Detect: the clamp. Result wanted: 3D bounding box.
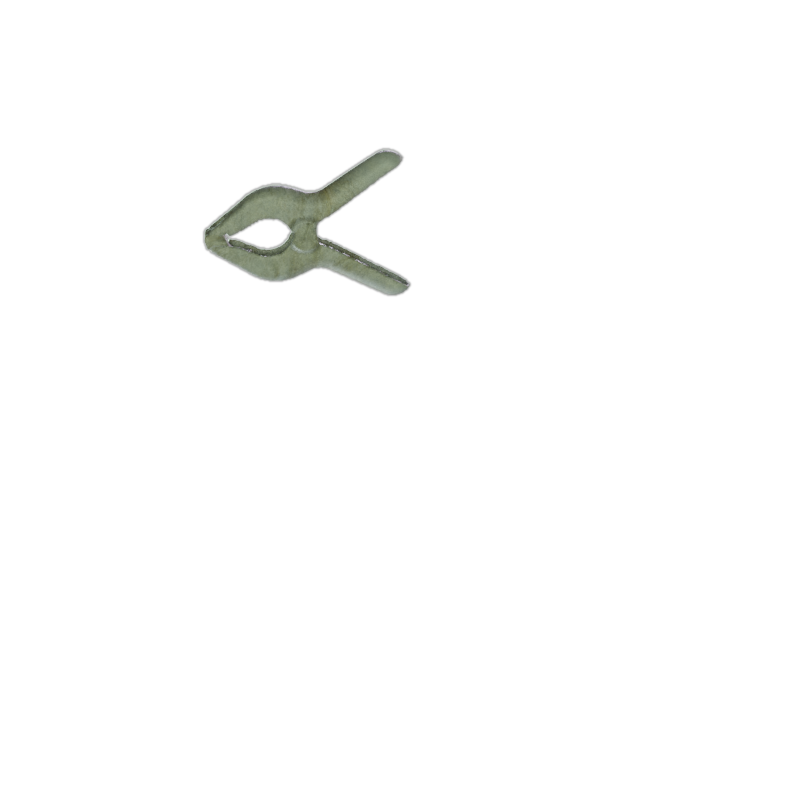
[{"bbox_3d":[-0.071,-0.129,0.904,0.171,0.117,0.040,-13,10,2],"label":"clamp"}]
